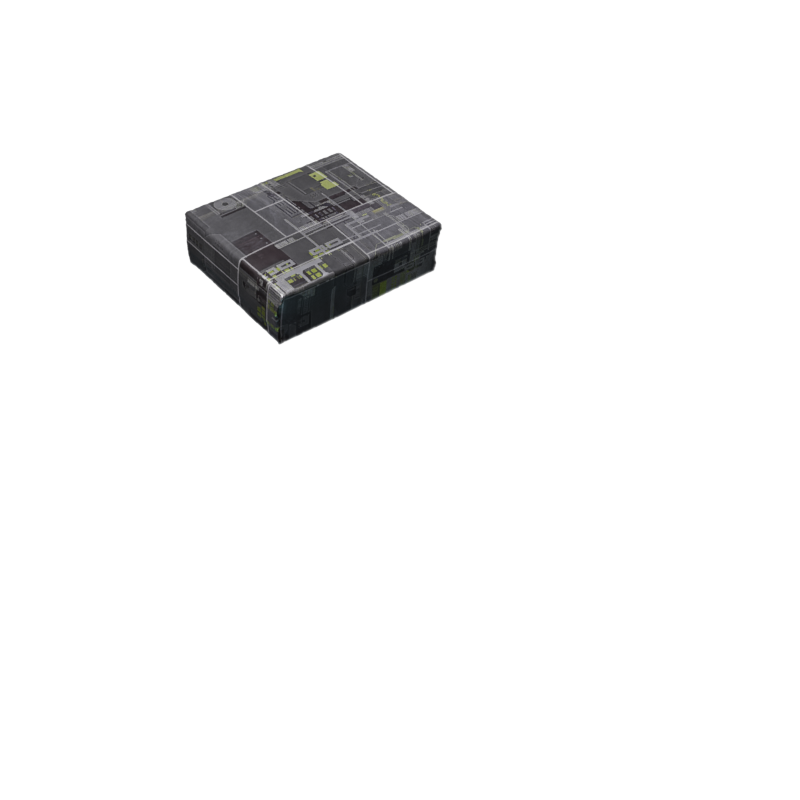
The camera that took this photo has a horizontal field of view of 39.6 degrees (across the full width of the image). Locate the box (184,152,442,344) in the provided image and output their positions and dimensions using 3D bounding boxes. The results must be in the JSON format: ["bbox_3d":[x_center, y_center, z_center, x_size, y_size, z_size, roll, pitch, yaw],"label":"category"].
[{"bbox_3d":[-0.048,-0.088,0.613,0.113,0.036,0.096,-29,50,-29],"label":"box"}]
